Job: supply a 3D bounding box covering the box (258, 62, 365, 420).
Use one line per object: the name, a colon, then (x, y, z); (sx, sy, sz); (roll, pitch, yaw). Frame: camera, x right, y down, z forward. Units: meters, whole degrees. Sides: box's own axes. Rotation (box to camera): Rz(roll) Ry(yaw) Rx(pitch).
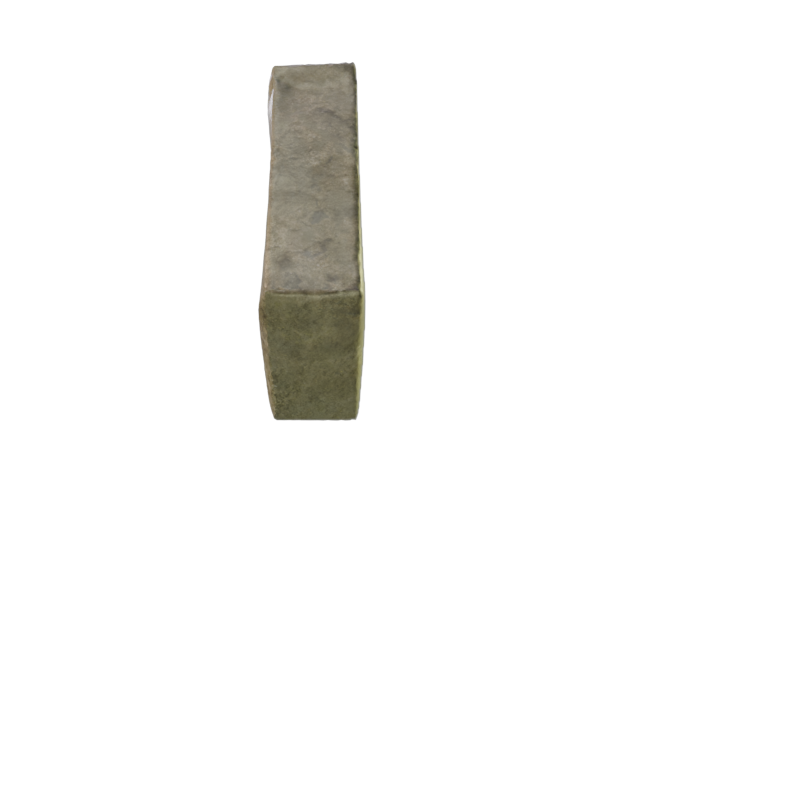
box: (-0.064, -0.117, 0.819); (0.072, 0.229, 0.153); (-1, -34, -3)
